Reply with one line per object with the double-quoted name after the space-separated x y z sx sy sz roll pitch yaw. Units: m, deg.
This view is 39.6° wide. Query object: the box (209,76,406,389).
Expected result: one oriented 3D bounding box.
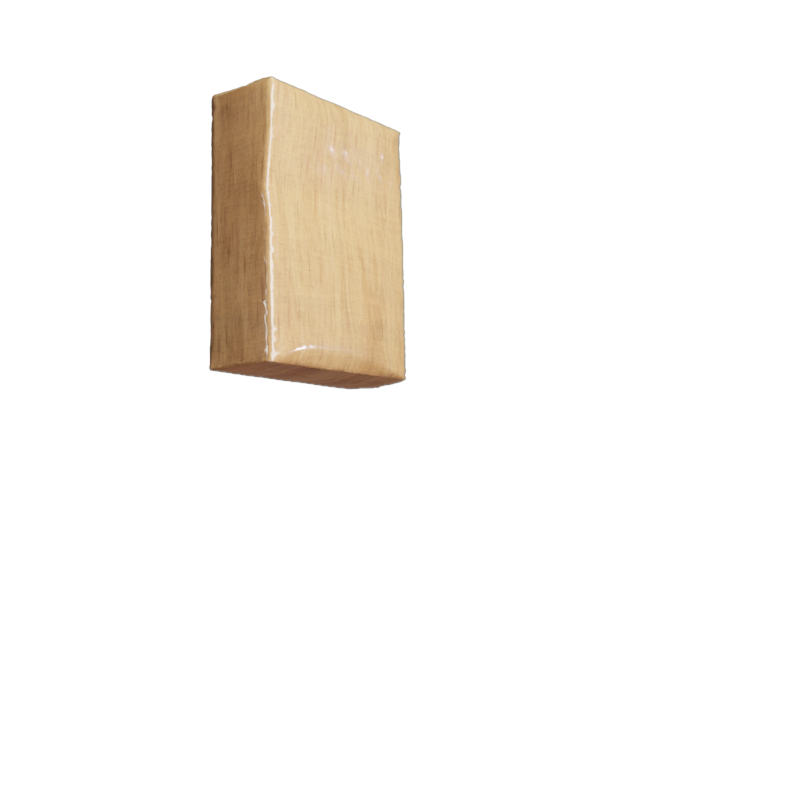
-0.067 -0.122 0.858 0.073 0.221 0.155 -11 -15 37 "box"
